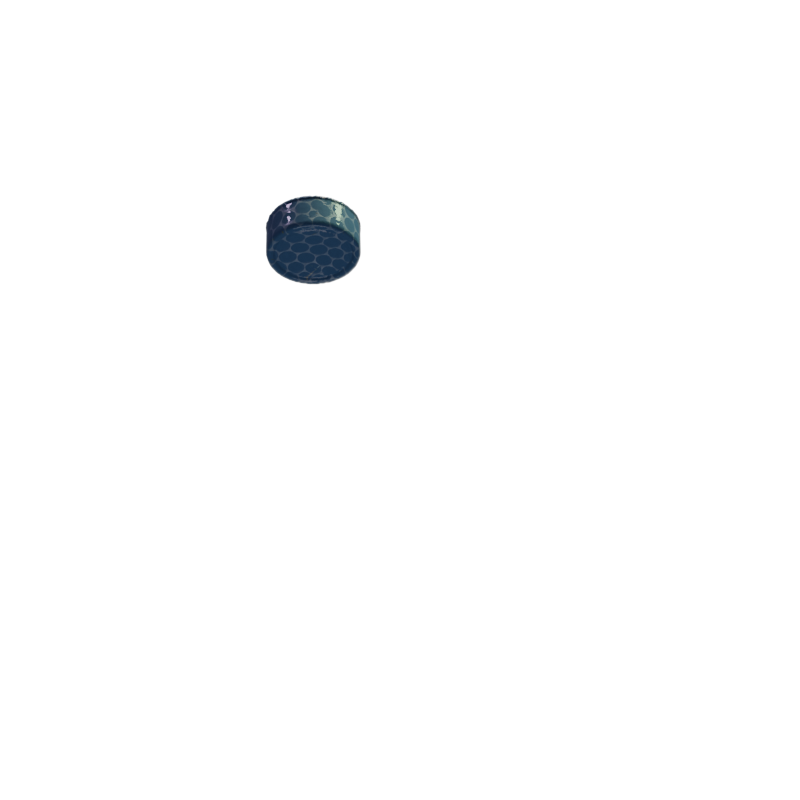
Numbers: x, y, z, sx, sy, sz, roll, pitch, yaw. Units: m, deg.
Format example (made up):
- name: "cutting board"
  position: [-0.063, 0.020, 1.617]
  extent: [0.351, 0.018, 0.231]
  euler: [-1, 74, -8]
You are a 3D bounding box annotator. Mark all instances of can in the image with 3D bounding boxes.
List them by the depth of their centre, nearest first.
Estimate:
- name: "can"
  position: [-0.078, -0.142, 0.993]
  extent: [0.086, 0.036, 0.080]
  euler: [1, -36, -2]
